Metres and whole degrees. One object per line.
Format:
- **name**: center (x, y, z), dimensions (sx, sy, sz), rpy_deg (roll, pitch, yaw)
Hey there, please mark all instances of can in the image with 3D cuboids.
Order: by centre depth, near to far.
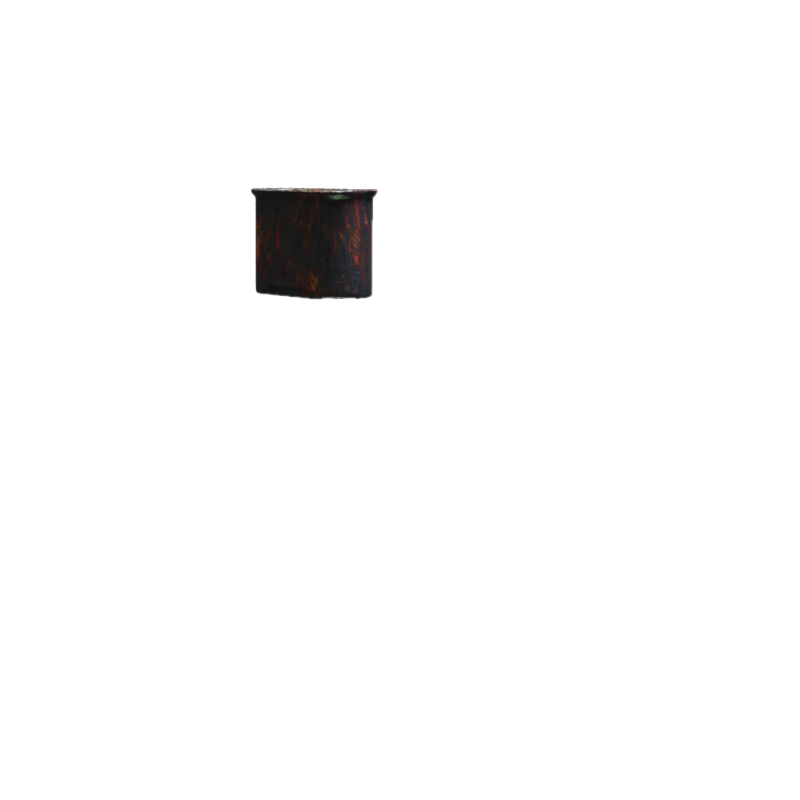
- **can**: center (-0.068, -0.125, 0.873), dimensions (0.106, 0.083, 0.056), rpy_deg (7, 10, 37)
